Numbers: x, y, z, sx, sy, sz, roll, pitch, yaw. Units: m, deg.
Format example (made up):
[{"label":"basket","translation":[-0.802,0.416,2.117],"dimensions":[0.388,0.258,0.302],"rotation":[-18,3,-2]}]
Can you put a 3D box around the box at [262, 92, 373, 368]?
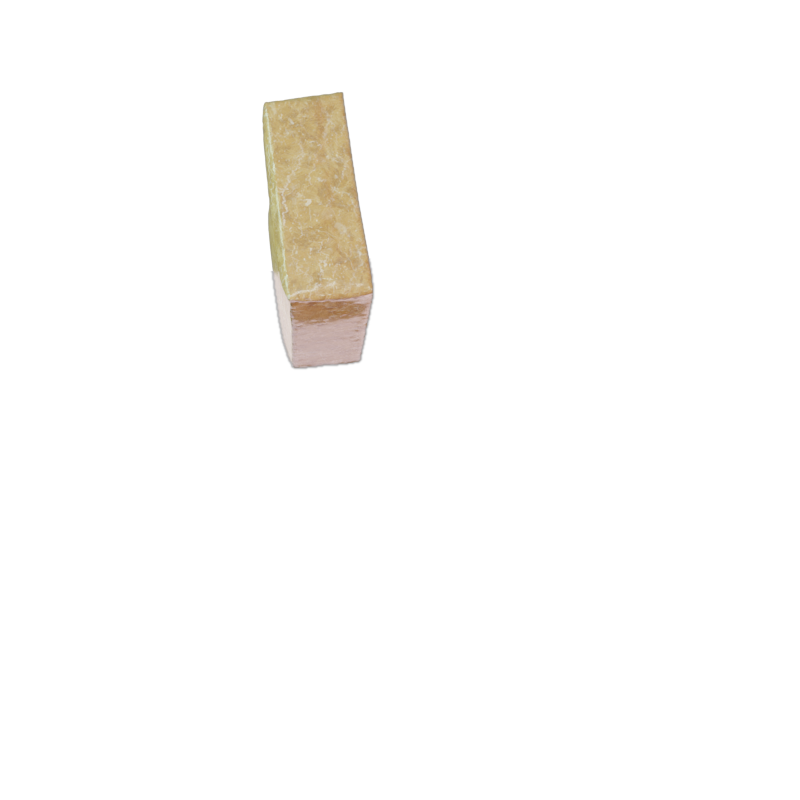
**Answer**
[{"label":"box","translation":[-0.072,-0.131,0.915],"dimensions":[0.071,0.172,0.206],"rotation":[-7,-15,-6]}]
